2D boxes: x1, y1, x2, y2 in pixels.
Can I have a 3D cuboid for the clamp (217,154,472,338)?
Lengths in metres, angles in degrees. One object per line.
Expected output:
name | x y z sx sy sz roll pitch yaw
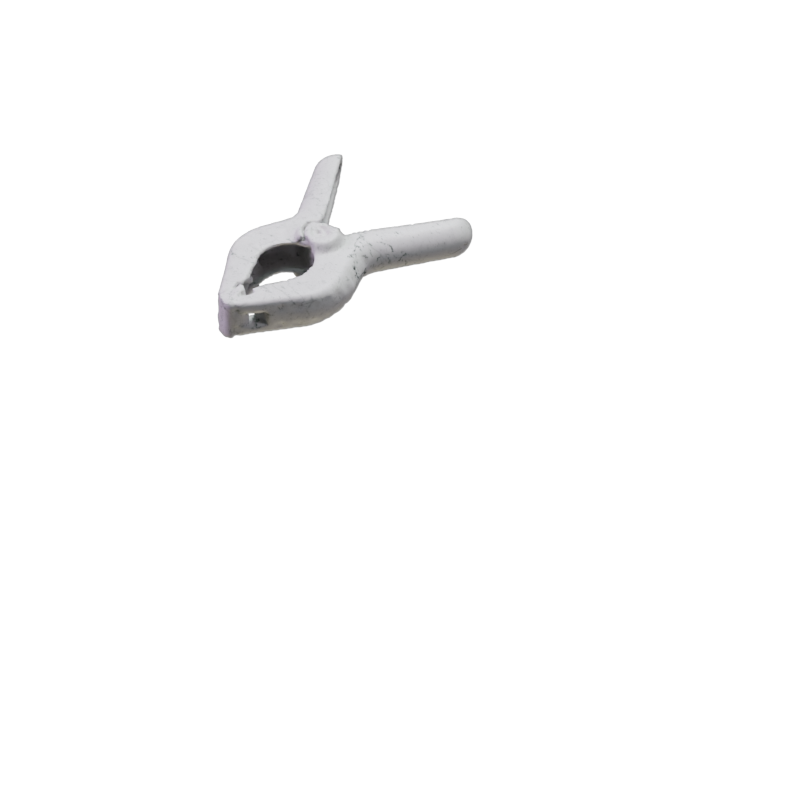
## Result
clamp | -0.053 -0.097 0.681 0.171 0.037 0.129 -29 46 -32
